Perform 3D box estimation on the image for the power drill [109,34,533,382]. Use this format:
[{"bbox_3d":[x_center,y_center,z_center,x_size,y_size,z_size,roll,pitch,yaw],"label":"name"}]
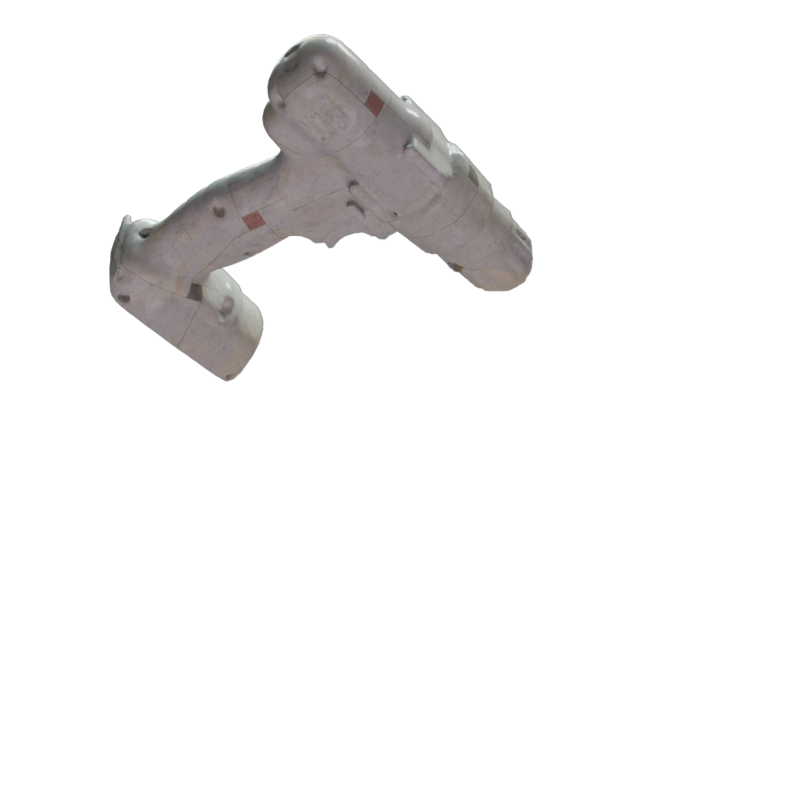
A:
[{"bbox_3d":[-0.046,-0.084,0.589,0.187,0.062,0.173,-32,-55,25],"label":"power drill"}]
